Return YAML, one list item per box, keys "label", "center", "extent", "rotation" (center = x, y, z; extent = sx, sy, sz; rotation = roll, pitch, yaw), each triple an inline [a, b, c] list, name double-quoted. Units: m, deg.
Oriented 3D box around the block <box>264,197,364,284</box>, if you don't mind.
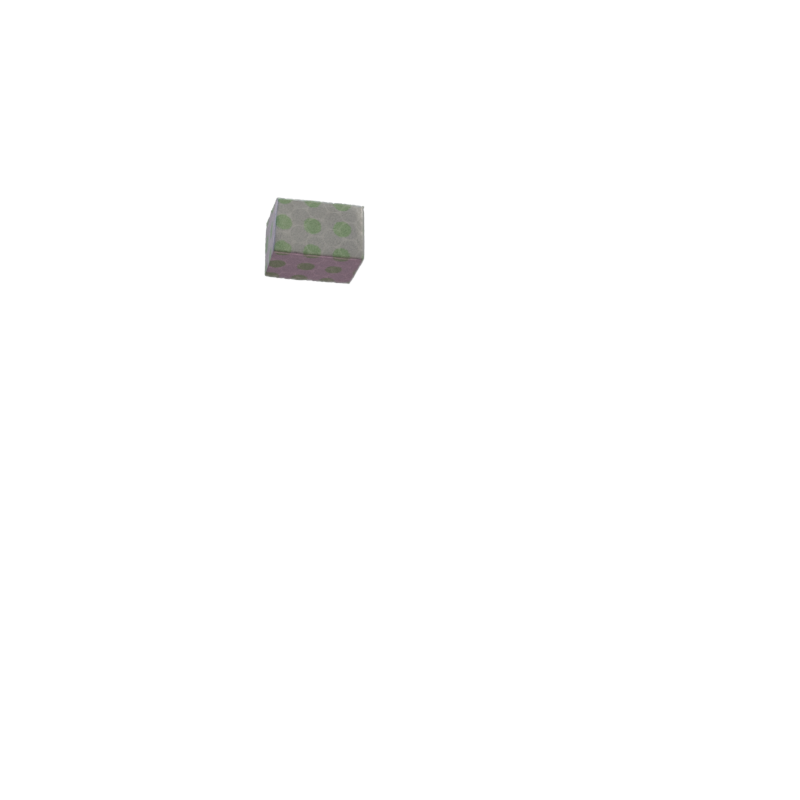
- label: "block"
  center: [-0.073, -0.134, 0.939]
  extent: [0.076, 0.054, 0.051]
  rotation: [4, -23, -13]
